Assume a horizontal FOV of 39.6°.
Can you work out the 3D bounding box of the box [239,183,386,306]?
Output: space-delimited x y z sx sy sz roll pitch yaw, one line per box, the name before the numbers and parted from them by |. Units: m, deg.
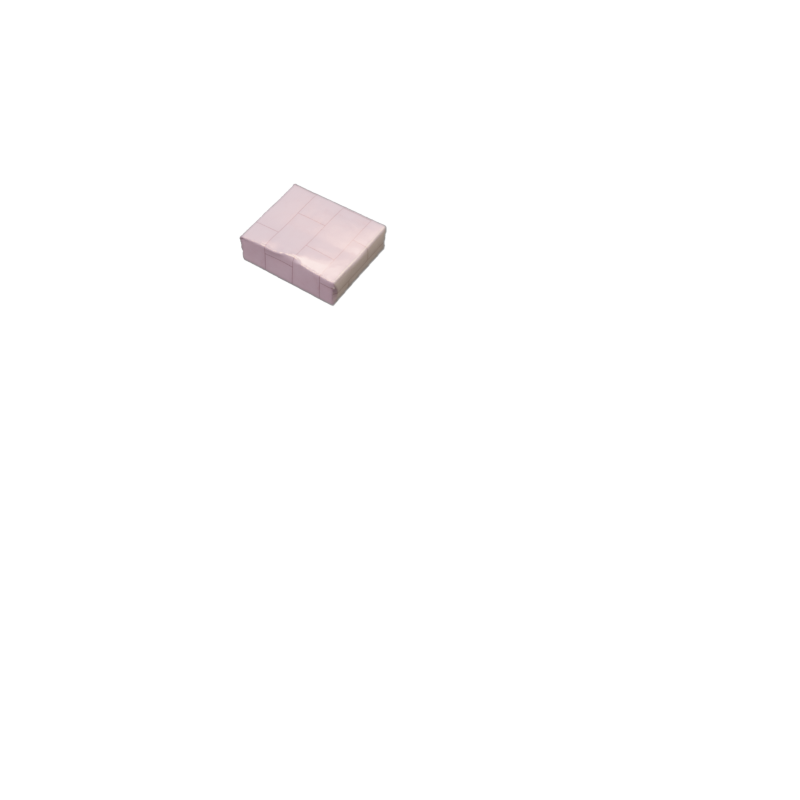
box | -0.067 -0.122 0.855 0.094 0.028 0.075 28 55 21
